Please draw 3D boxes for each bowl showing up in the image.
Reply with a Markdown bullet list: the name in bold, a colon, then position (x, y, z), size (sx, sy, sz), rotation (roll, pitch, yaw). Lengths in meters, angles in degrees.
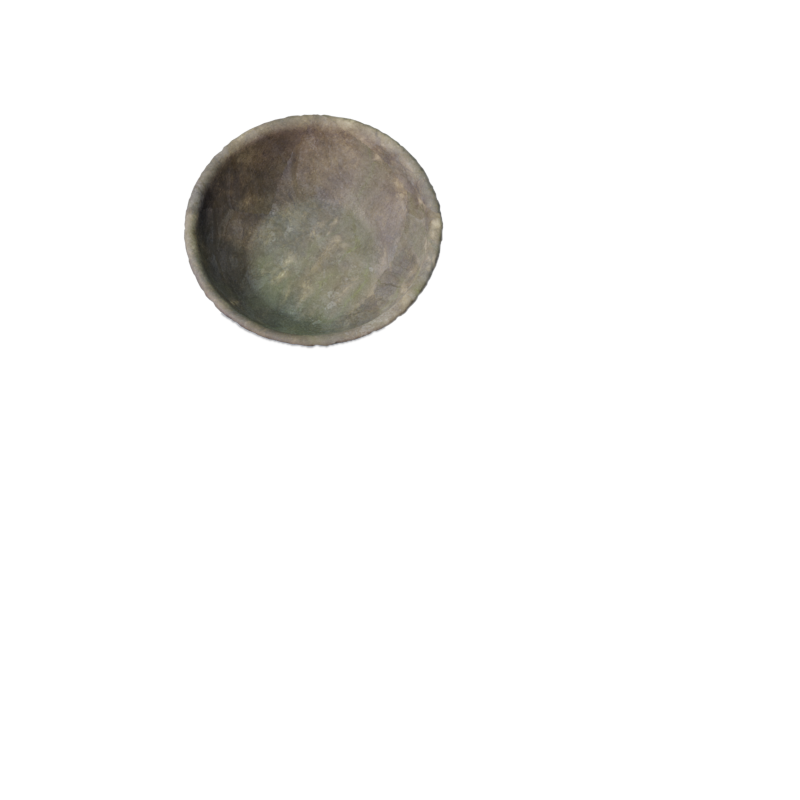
- **bowl**: position (-0.056, -0.102, 0.714), size (0.162, 0.171, 0.052), rotation (-1, -24, -1)
